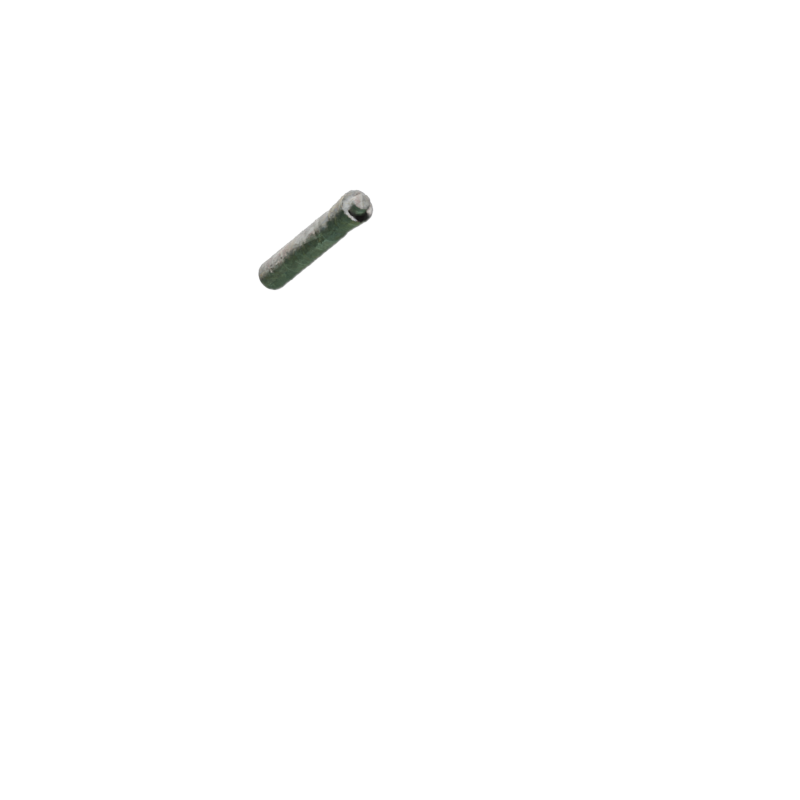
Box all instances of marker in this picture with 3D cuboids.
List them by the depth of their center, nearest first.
[{"bbox_3d":[-0.049,-0.090,0.628,0.019,0.020,0.120,-2,-13,-30],"label":"marker"}]
